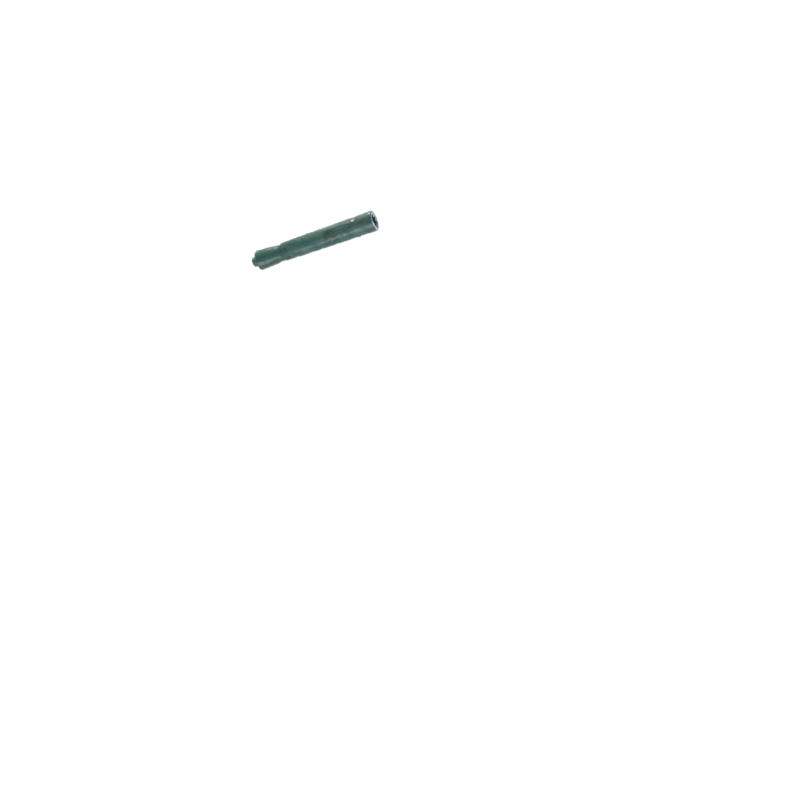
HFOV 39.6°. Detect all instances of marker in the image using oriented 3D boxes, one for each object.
[{"bbox_3d":[-0.078,-0.142,0.994,0.122,0.020,0.019,-16,-1,18],"label":"marker"}]
